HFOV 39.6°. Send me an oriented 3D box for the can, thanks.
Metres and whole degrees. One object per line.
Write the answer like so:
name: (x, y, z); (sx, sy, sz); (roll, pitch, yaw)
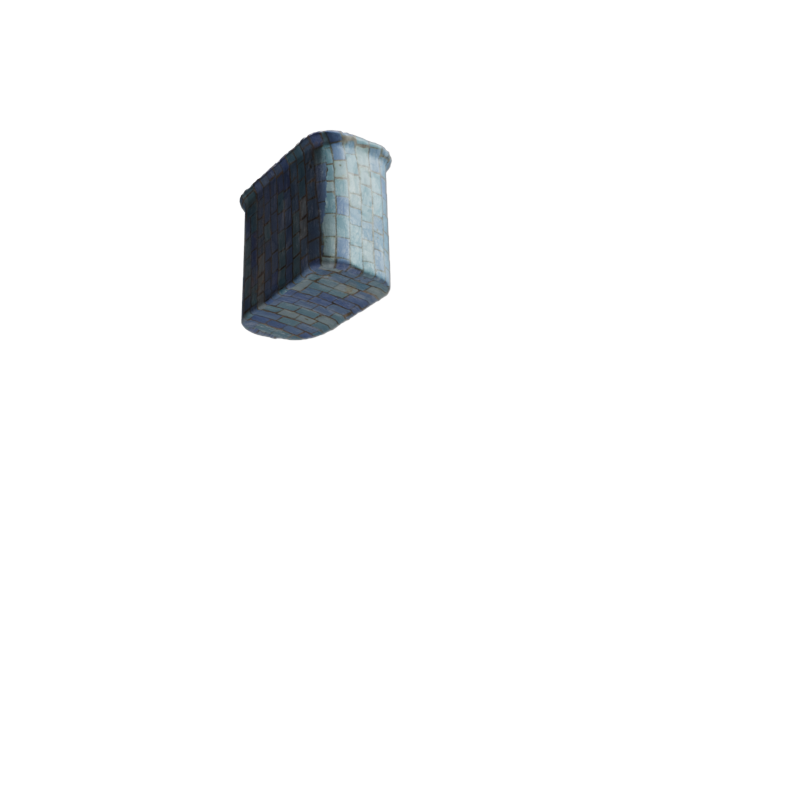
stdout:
can: (-0.049, -0.090, 0.627); (0.055, 0.089, 0.101); (17, -31, -33)
